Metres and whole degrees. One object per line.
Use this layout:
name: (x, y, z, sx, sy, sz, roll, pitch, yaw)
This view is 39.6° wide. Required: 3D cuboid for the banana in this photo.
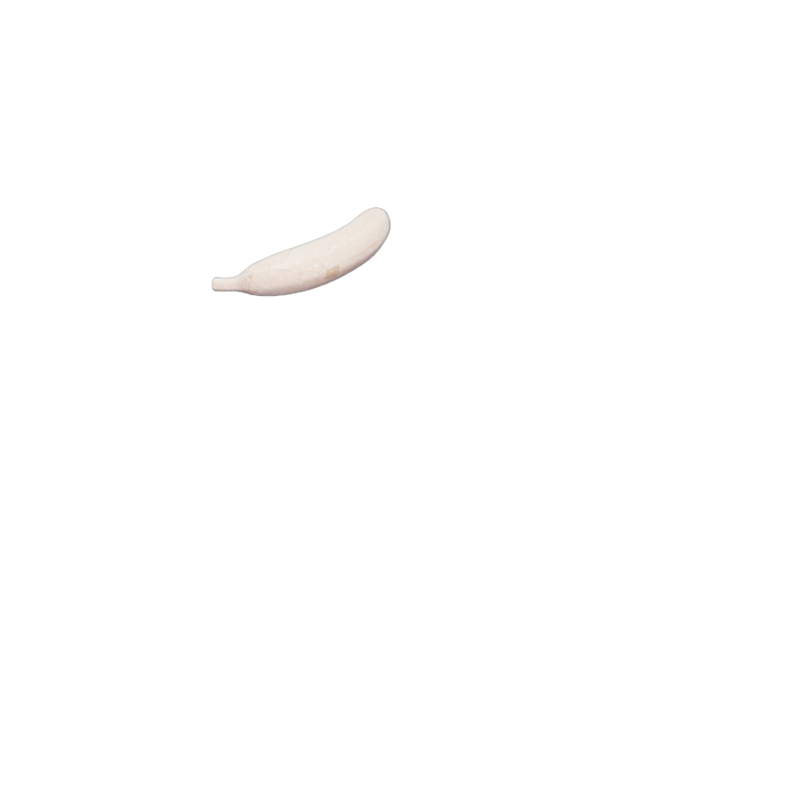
banana: (-0.064, -0.128, 0.942, 0.074, 0.035, 0.196, 27, 40, 37)
